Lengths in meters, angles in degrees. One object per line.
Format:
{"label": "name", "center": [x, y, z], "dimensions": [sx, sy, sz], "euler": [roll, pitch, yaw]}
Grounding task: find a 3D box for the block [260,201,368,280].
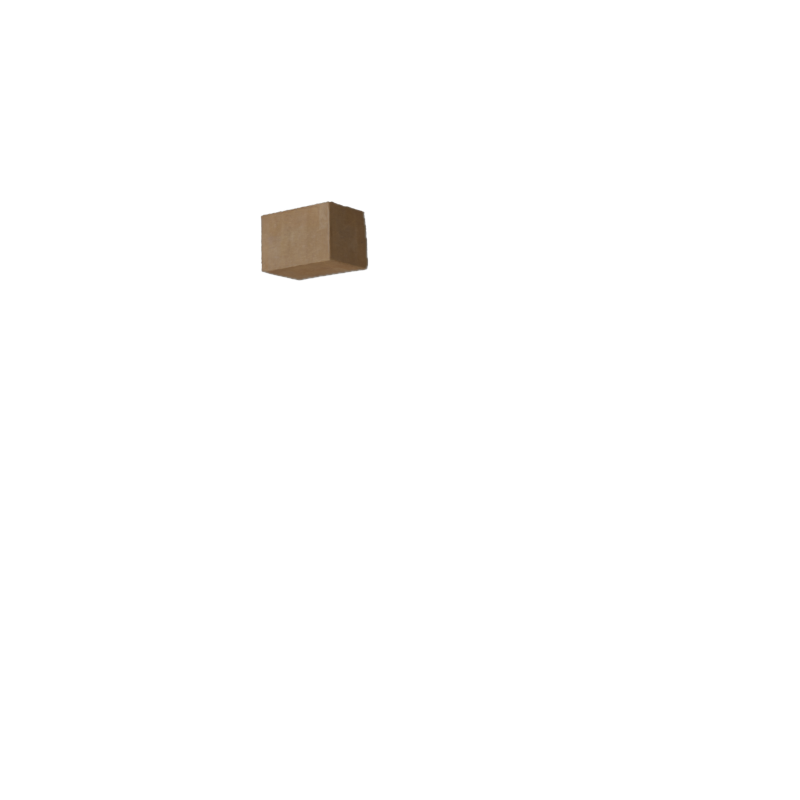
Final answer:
{"label": "block", "center": [-0.074, -0.134, 0.942], "dimensions": [0.080, 0.053, 0.050], "euler": [-6, -10, 36]}
